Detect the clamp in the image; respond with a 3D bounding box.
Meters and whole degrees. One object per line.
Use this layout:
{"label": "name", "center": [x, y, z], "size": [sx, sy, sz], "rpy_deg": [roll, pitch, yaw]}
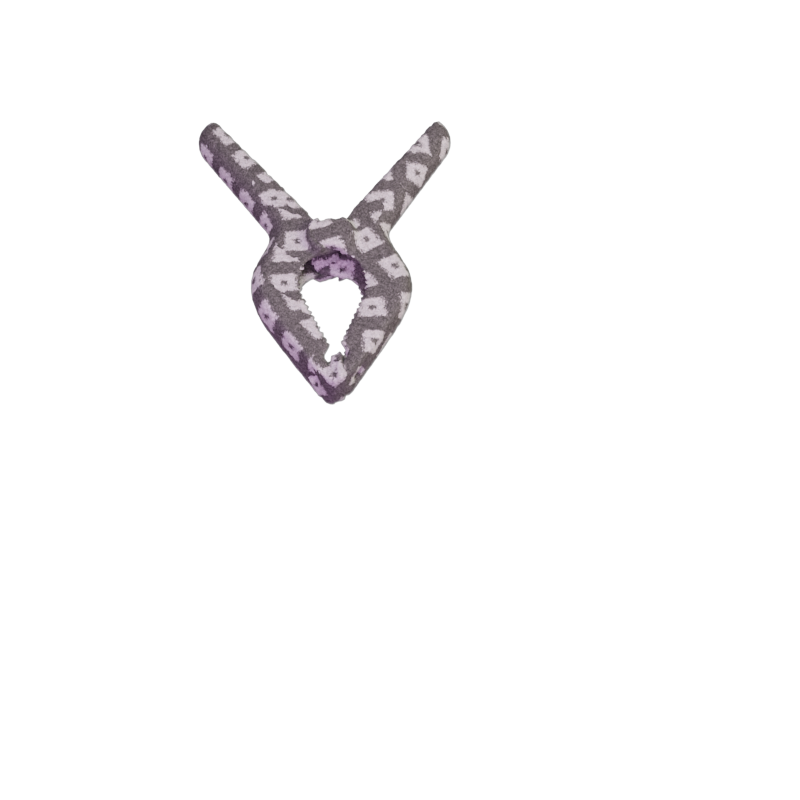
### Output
{"label": "clamp", "center": [-0.053, -0.097, 0.679], "size": [0.165, 0.224, 0.034], "rpy_deg": [3, -35, 2]}
